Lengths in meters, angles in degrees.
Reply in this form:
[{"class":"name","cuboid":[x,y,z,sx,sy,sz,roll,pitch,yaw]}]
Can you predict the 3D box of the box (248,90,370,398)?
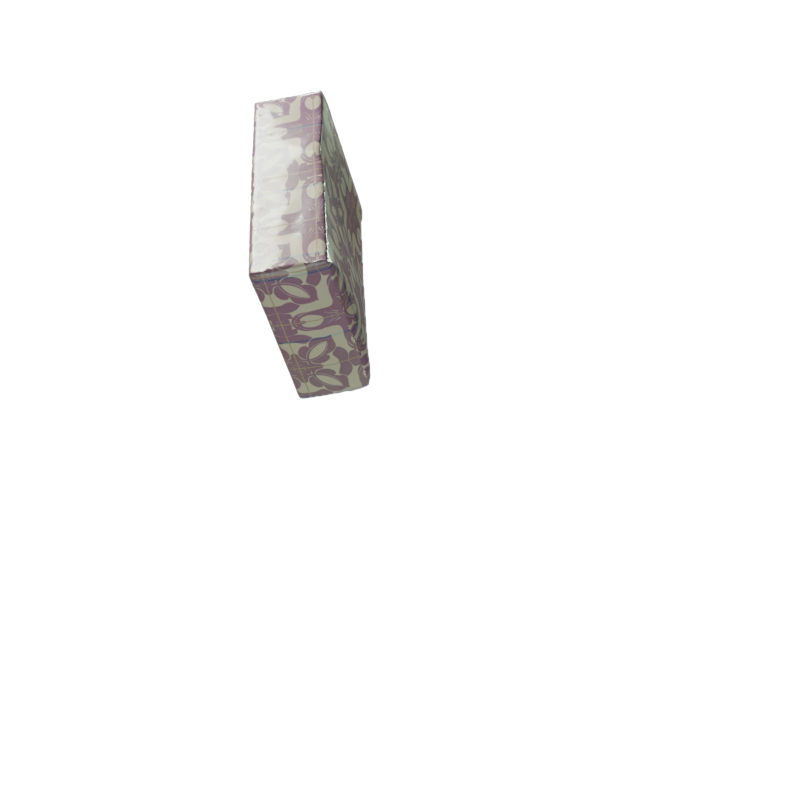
[{"class":"box","cuboid":[-0.075,-0.137,0.959,0.072,0.230,0.151,-10,-41,7]}]
